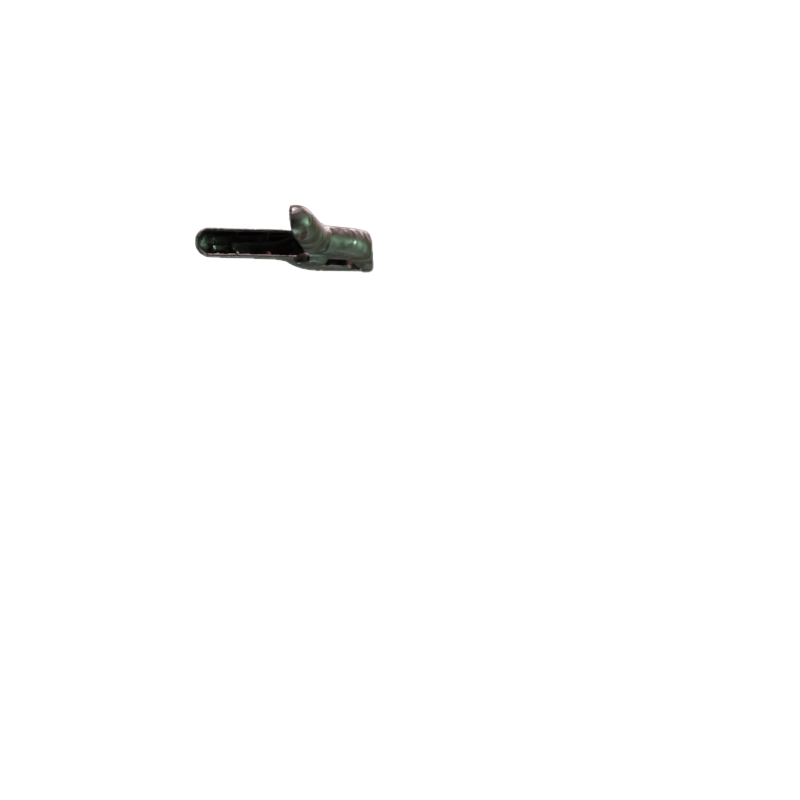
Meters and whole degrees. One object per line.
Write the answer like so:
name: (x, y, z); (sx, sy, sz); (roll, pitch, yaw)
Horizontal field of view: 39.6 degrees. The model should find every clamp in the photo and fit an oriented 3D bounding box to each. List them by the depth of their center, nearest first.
clamp: (-0.074, -0.134, 0.940); (0.164, 0.040, 0.124); (-1, 1, -42)
